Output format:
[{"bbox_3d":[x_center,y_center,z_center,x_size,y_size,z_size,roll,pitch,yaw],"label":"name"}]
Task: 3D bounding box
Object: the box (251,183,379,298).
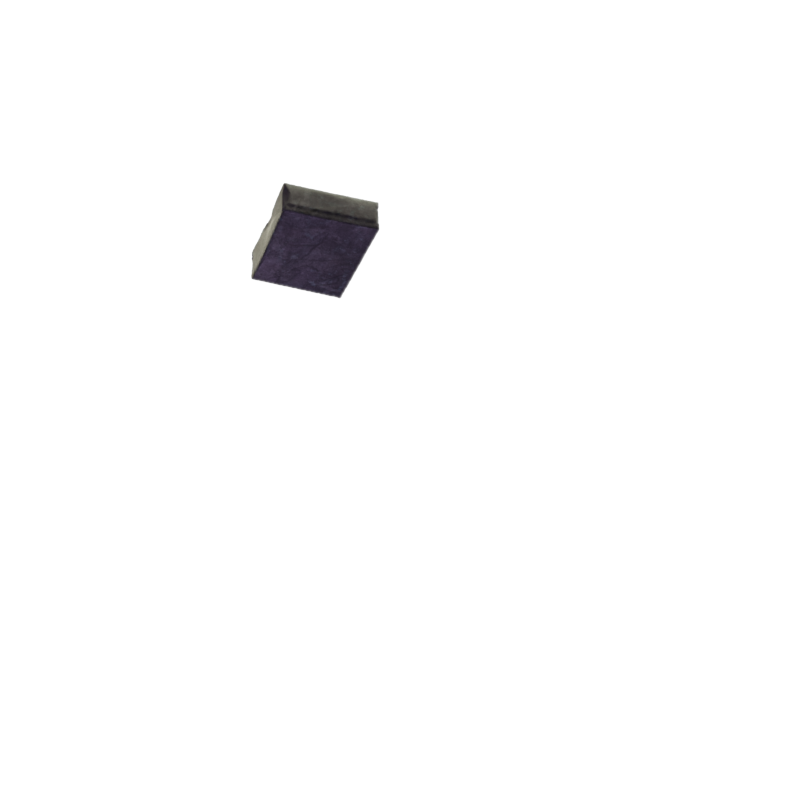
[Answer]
[{"bbox_3d":[-0.065,-0.118,0.825,0.071,0.032,0.086,11,-36,-17],"label":"box"}]
